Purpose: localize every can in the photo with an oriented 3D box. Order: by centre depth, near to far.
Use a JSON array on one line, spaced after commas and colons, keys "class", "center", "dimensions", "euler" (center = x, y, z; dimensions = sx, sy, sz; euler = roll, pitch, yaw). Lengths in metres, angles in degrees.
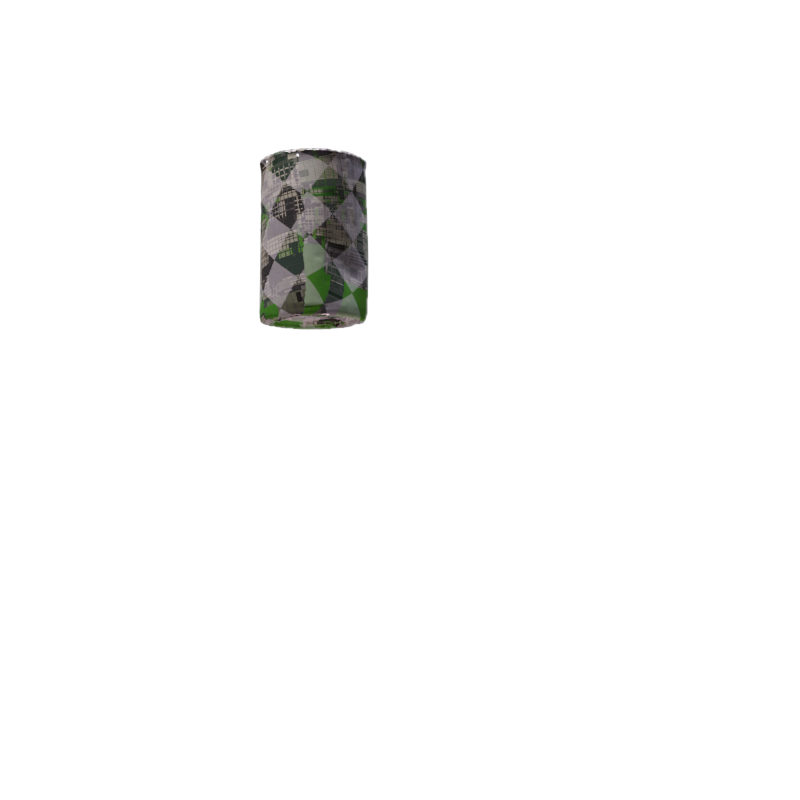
[{"class": "can", "center": [-0.054, -0.099, 0.693], "dimensions": [0.068, 0.105, 0.067], "euler": [0, -10, -2]}]
